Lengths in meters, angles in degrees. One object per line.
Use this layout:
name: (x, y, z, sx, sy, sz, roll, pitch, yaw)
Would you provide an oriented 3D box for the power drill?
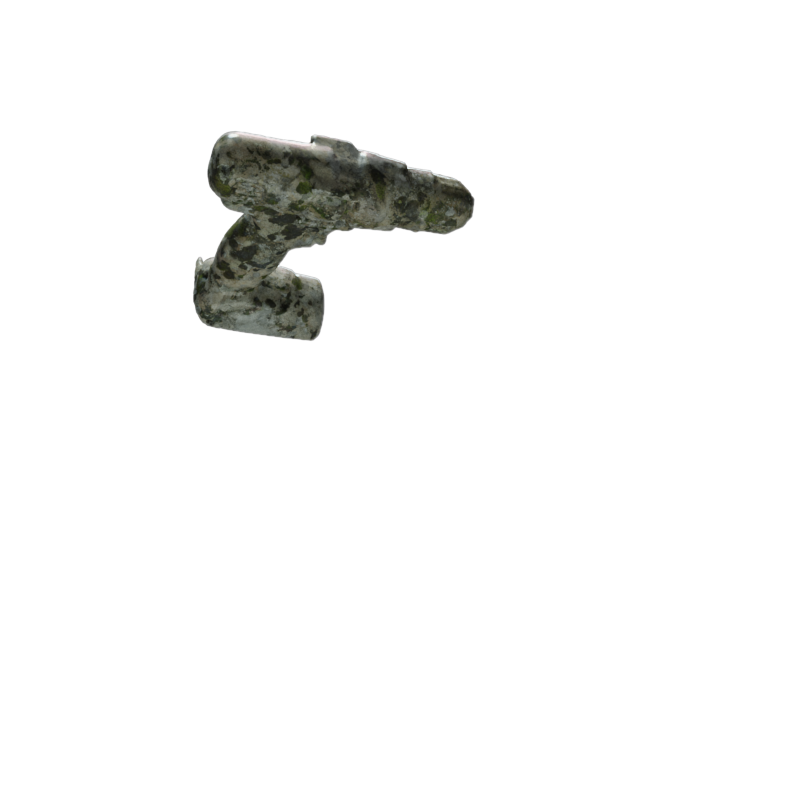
power drill: (-0.062, -0.113, 0.793, 0.179, 0.061, 0.180, 11, -34, -17)
